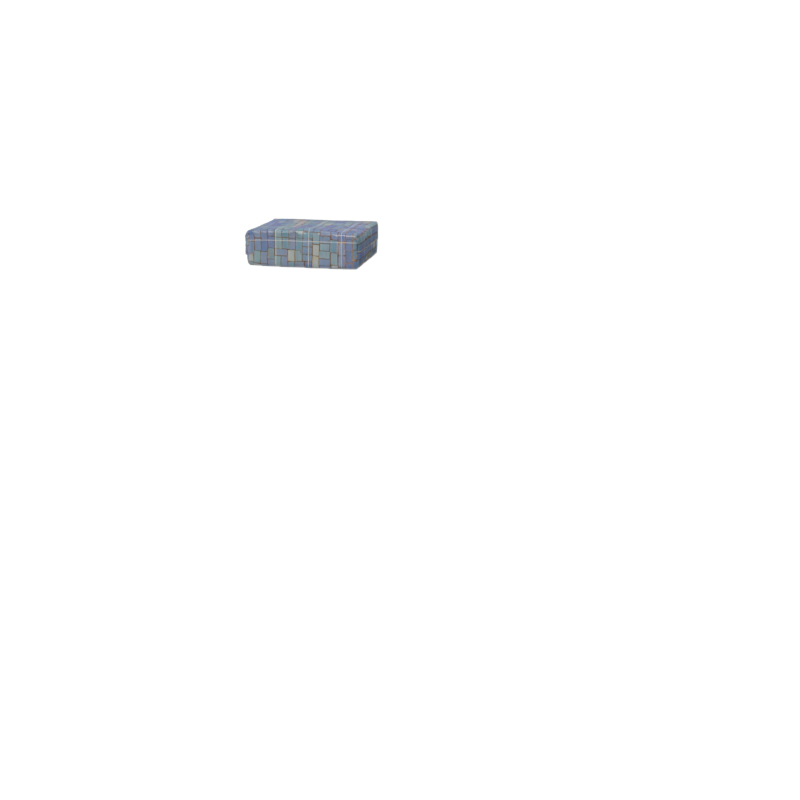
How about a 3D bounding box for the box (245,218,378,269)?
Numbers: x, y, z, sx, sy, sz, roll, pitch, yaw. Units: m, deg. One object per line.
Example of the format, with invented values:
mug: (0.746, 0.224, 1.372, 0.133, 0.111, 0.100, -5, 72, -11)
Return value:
box: (-0.068, -0.123, 0.861, 0.091, 0.029, 0.074, 4, 16, 13)
